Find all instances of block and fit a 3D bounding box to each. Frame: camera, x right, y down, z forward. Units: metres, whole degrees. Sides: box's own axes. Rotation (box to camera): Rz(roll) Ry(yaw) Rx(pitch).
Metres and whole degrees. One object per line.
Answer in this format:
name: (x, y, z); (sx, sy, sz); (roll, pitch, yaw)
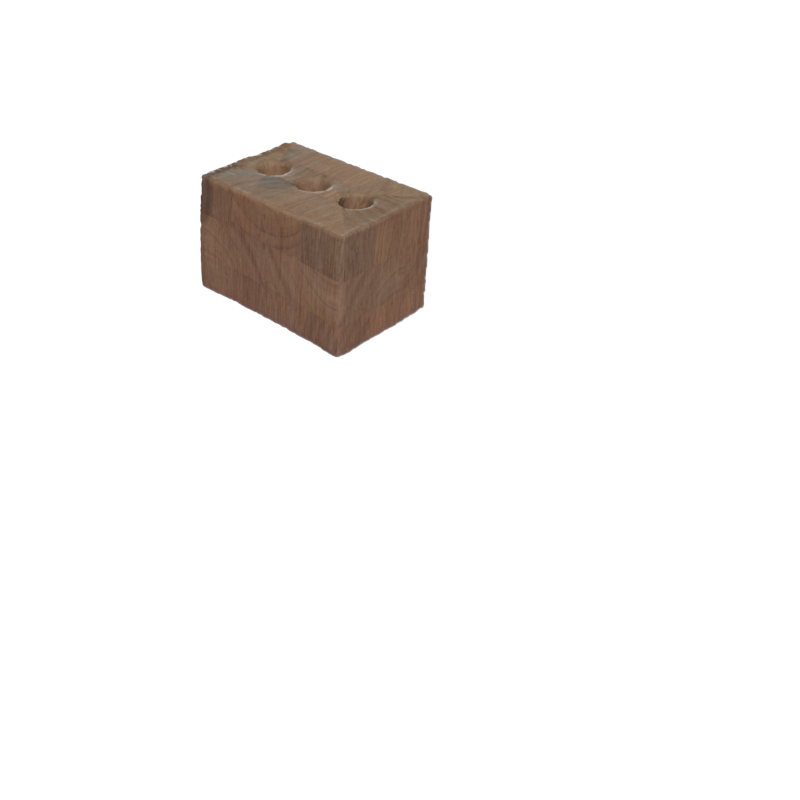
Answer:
block: (-0.034, -0.062, 0.433); (0.083, 0.048, 0.053); (27, 40, 34)
